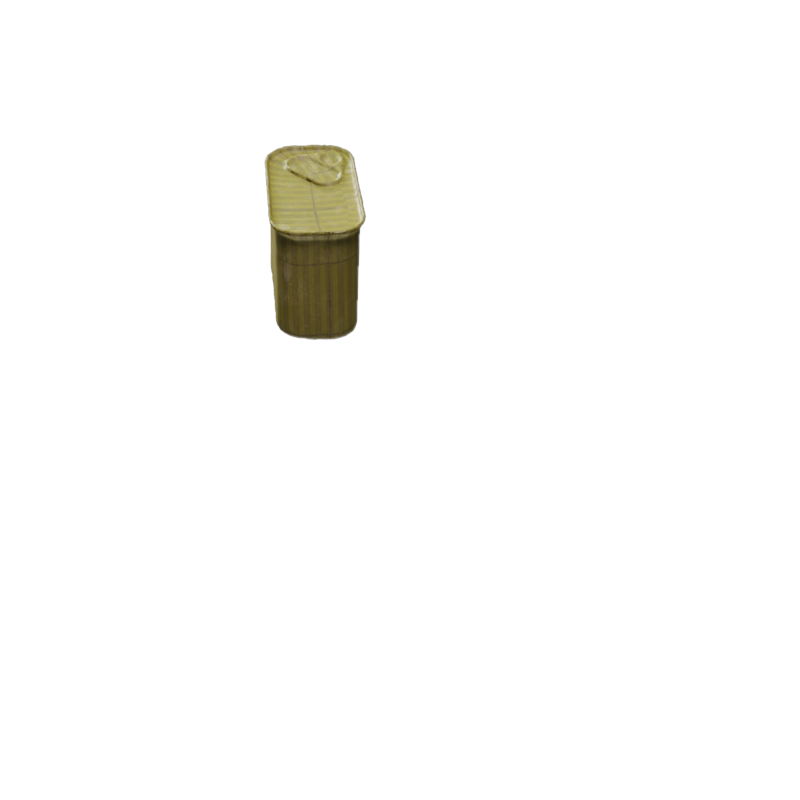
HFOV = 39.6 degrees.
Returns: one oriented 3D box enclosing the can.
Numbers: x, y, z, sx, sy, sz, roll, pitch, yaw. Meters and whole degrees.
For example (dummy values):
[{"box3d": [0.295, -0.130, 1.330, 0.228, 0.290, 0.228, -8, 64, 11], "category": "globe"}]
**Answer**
[{"box3d": [-0.055, -0.100, 0.700, 0.057, 0.078, 0.110, -3, 39, -7], "category": "can"}]
